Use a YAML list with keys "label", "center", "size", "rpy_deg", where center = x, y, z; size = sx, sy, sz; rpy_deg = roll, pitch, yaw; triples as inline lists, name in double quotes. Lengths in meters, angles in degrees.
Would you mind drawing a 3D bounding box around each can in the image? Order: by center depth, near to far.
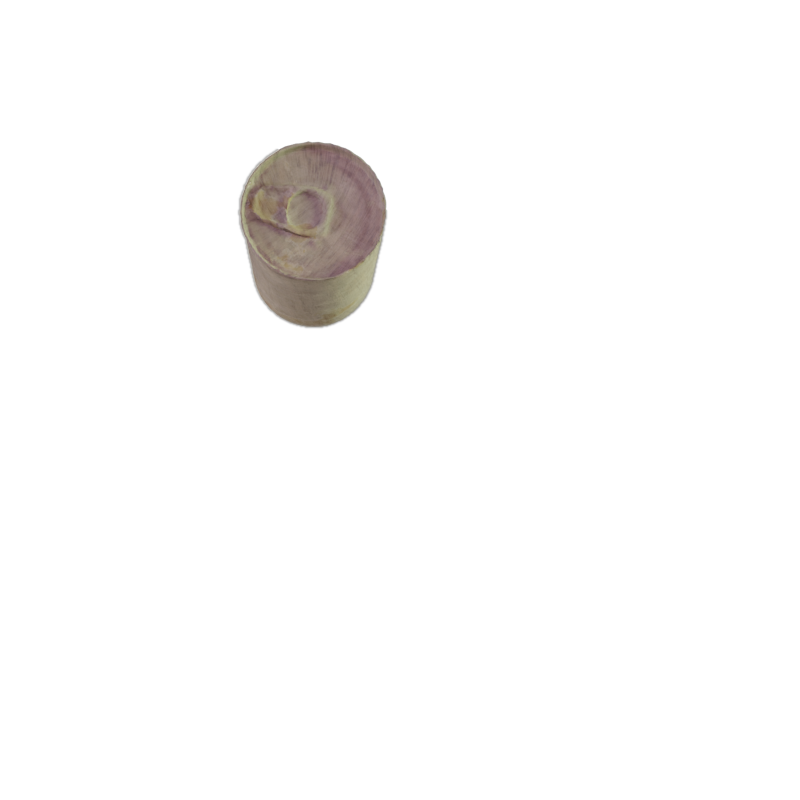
- label: "can"
  center: [-0.044, -0.080, 0.557]
  size: [0.068, 0.071, 0.099]
  rpy_deg: [0, -12, -3]
